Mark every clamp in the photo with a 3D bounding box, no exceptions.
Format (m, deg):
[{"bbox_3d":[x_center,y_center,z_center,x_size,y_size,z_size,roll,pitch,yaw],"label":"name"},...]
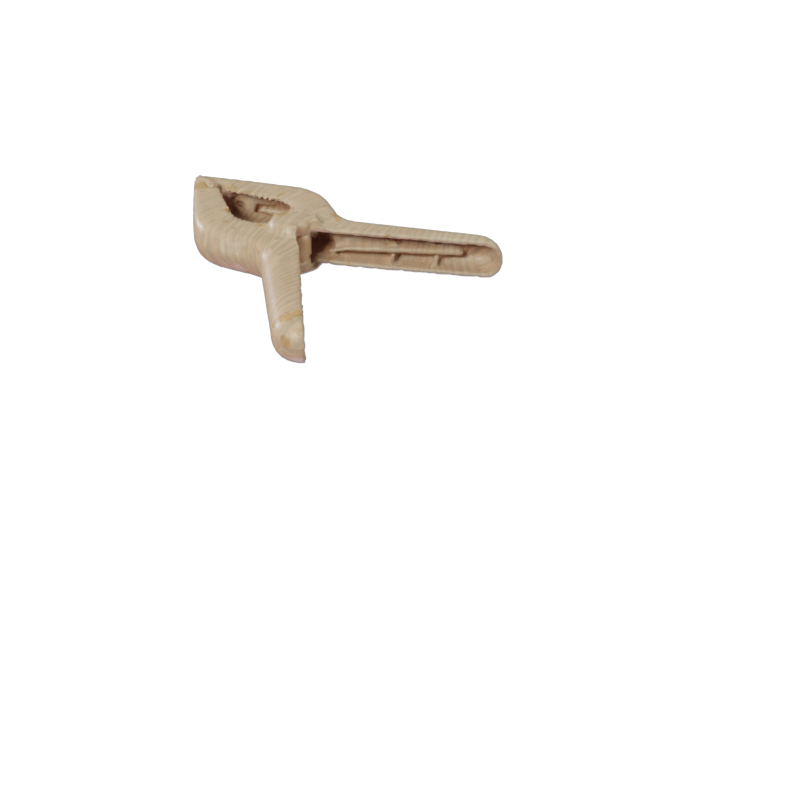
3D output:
[{"bbox_3d":[-0.054,-0.098,0.687,0.162,0.034,0.226,-20,37,-29],"label":"clamp"}]
